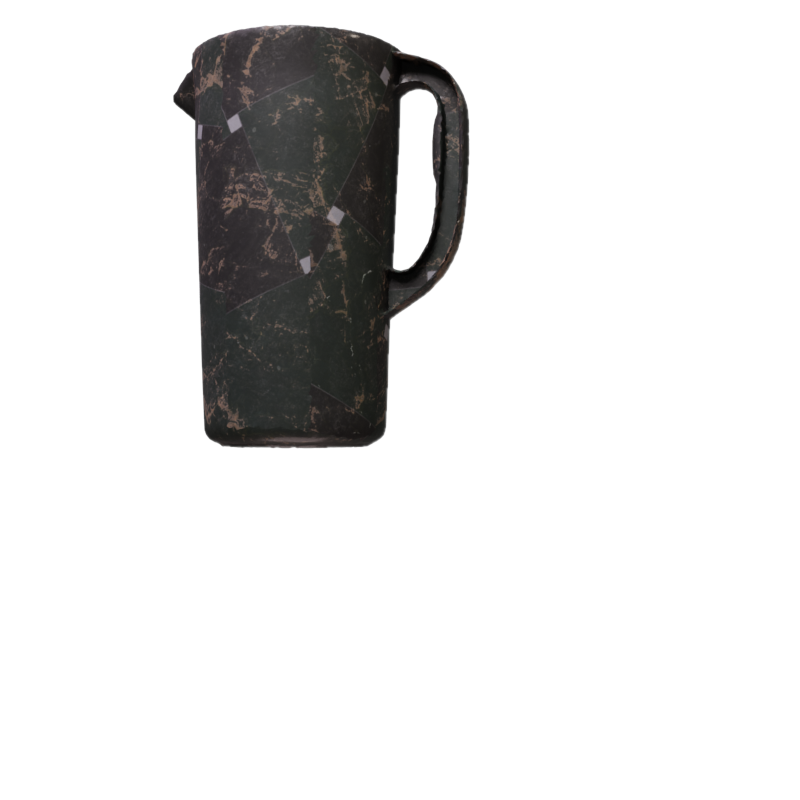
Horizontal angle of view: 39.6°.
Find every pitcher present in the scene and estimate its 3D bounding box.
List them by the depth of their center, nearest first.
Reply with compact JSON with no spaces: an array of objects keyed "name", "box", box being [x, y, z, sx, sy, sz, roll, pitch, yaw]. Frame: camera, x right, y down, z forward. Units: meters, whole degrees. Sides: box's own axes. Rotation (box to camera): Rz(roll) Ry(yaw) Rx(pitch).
[{"name":"pitcher","box":[-0.052,-0.095,0.669,0.140,0.248,0.152,3,-7,-30]}]
